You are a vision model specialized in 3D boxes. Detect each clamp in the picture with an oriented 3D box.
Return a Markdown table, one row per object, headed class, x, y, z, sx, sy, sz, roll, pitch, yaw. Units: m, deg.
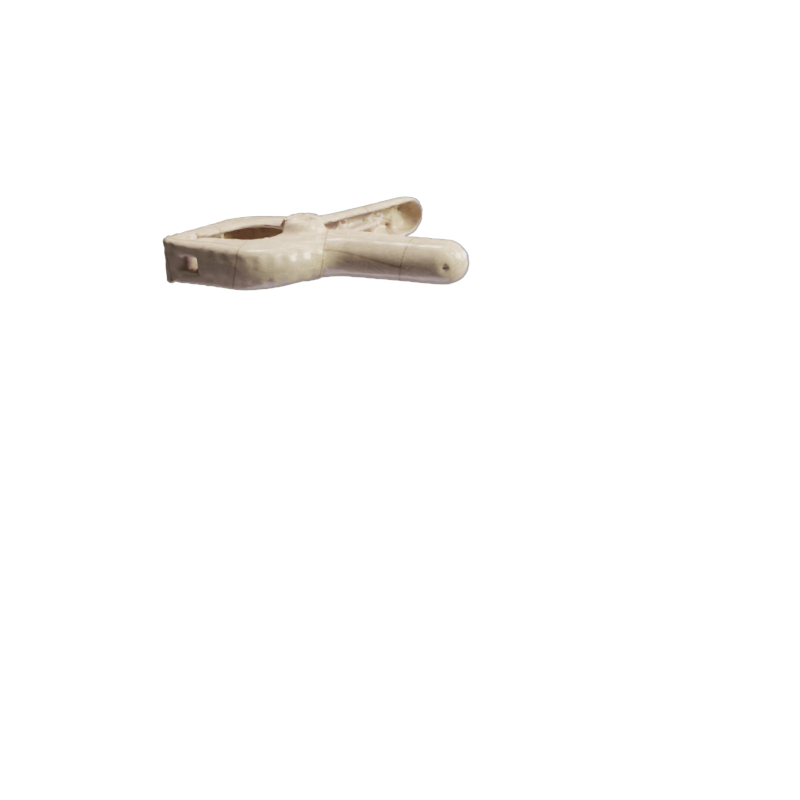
| class | x | y | z | sx | sy | sz | roll | pitch | yaw |
| --- | --- | --- | --- | --- | --- | --- | --- | --- | --- |
| clamp | -0.052 | -0.094 | 0.658 | 0.171 | 0.038 | 0.124 | 0 | 18 | -1 |
